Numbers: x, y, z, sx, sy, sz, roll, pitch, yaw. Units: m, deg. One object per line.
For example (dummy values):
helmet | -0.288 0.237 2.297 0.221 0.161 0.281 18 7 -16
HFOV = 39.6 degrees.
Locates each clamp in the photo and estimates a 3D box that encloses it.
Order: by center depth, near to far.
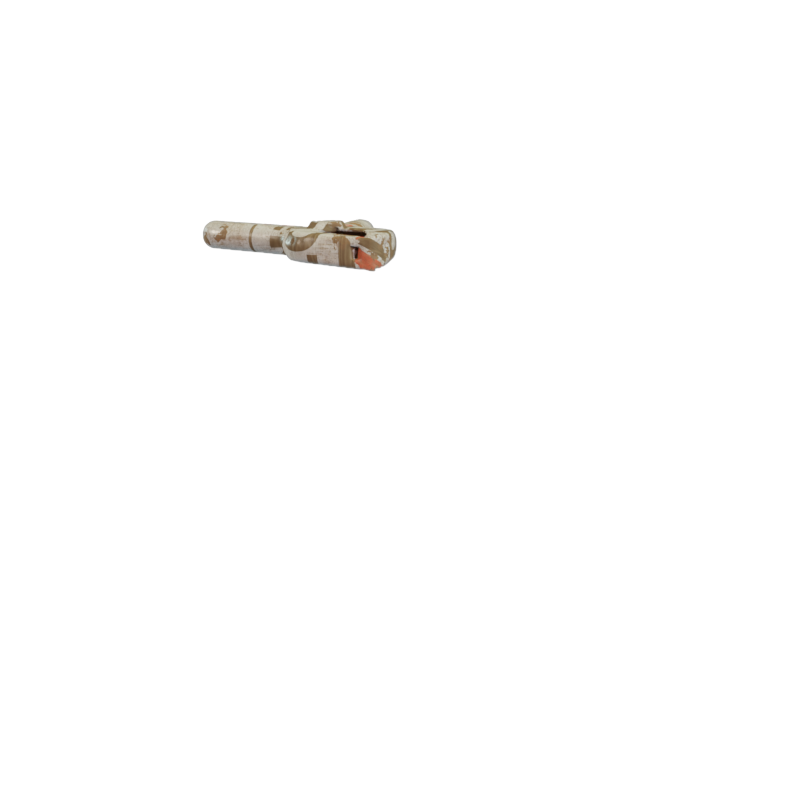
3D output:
clamp | -0.074 -0.134 0.941 0.161 0.036 0.219 -4 14 -17
